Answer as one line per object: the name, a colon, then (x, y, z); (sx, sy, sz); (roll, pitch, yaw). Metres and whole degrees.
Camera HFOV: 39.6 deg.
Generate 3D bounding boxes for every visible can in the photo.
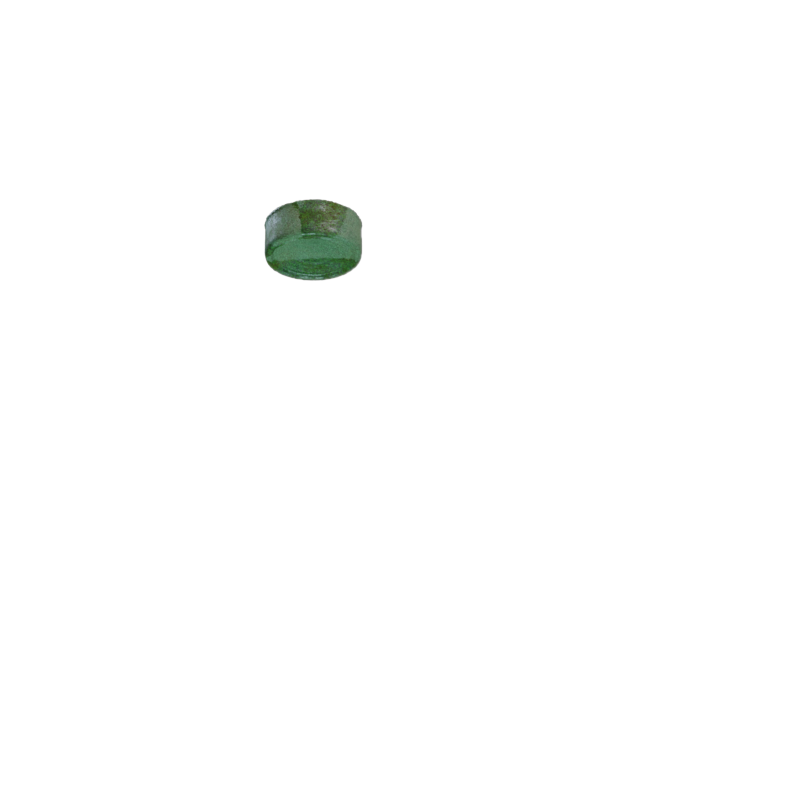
can: (-0.076, -0.138, 0.965); (0.086, 0.036, 0.081); (1, -25, -2)
